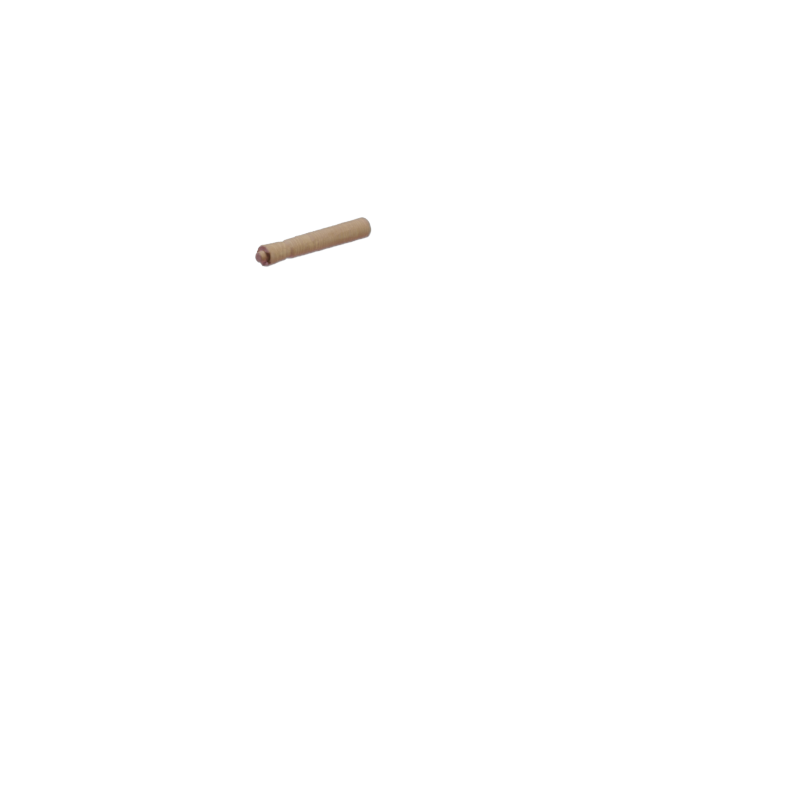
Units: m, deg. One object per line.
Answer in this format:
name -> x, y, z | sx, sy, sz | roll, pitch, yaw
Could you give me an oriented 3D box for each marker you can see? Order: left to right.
marker -> -0.074, -0.136, 0.951 | 0.119, 0.019, 0.021 | -23, 18, -39
